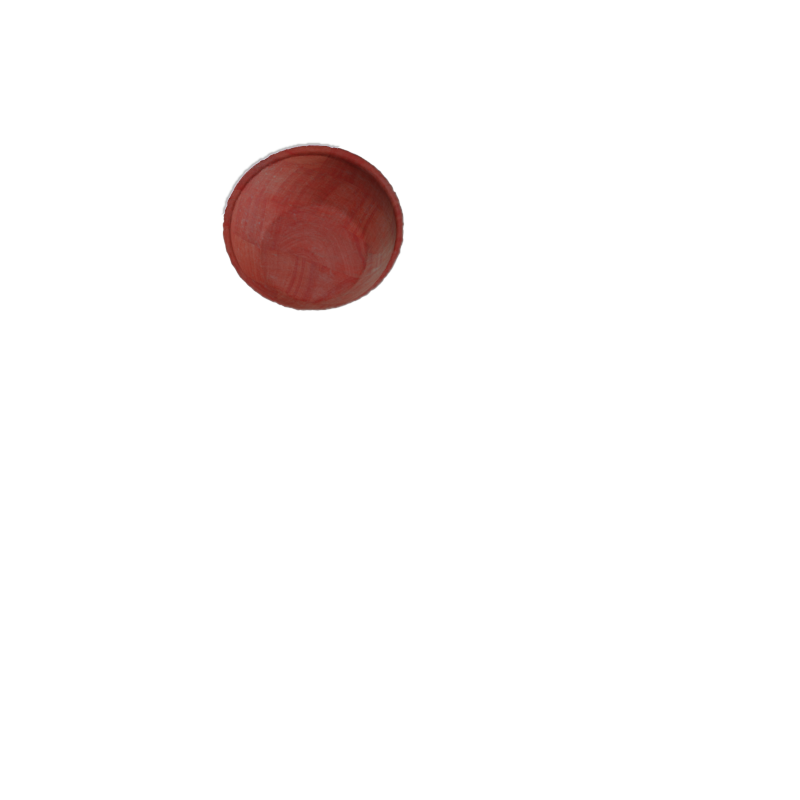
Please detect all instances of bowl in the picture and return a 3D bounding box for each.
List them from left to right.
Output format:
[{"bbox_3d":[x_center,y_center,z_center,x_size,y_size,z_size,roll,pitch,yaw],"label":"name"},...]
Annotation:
[{"bbox_3d":[-0.075,-0.138,0.964,0.162,0.153,0.058,1,26,-1],"label":"bowl"}]
